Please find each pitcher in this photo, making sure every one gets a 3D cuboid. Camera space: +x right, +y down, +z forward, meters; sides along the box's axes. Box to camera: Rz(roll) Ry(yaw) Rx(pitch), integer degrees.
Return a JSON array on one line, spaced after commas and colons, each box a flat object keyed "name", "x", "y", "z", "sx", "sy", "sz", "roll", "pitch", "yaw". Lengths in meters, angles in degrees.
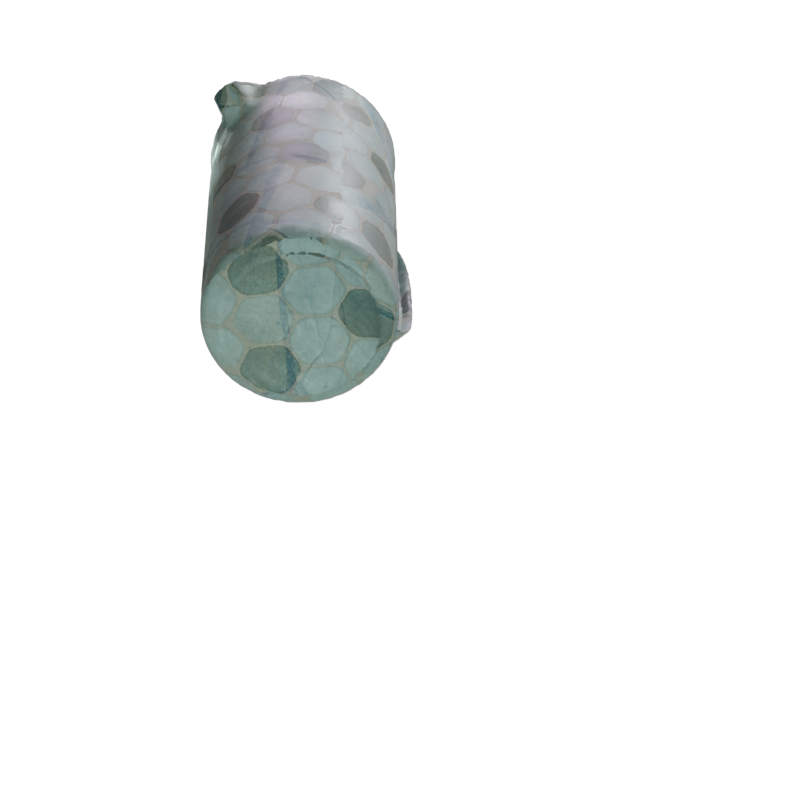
[{"name": "pitcher", "x": -0.055, "y": -0.100, "z": 0.702, "sx": 0.148, "sy": 0.137, "sz": 0.258, "roll": 4, "pitch": 31, "yaw": -6}]
